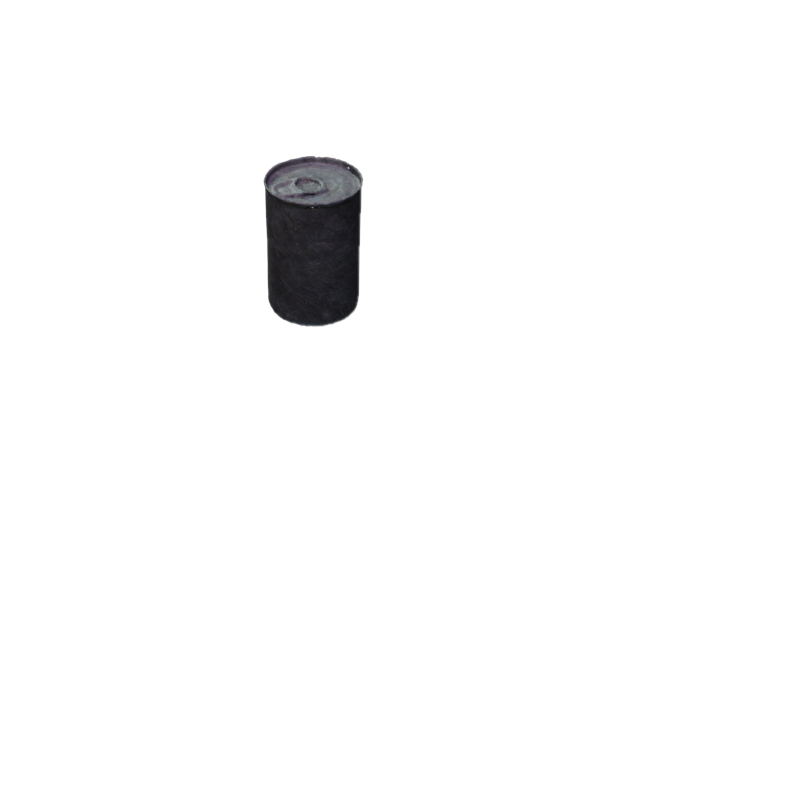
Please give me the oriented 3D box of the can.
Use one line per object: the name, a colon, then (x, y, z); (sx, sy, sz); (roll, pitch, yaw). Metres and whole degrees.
can: (-0.061, -0.112, 0.783); (0.068, 0.096, 0.073); (0, 36, -3)
